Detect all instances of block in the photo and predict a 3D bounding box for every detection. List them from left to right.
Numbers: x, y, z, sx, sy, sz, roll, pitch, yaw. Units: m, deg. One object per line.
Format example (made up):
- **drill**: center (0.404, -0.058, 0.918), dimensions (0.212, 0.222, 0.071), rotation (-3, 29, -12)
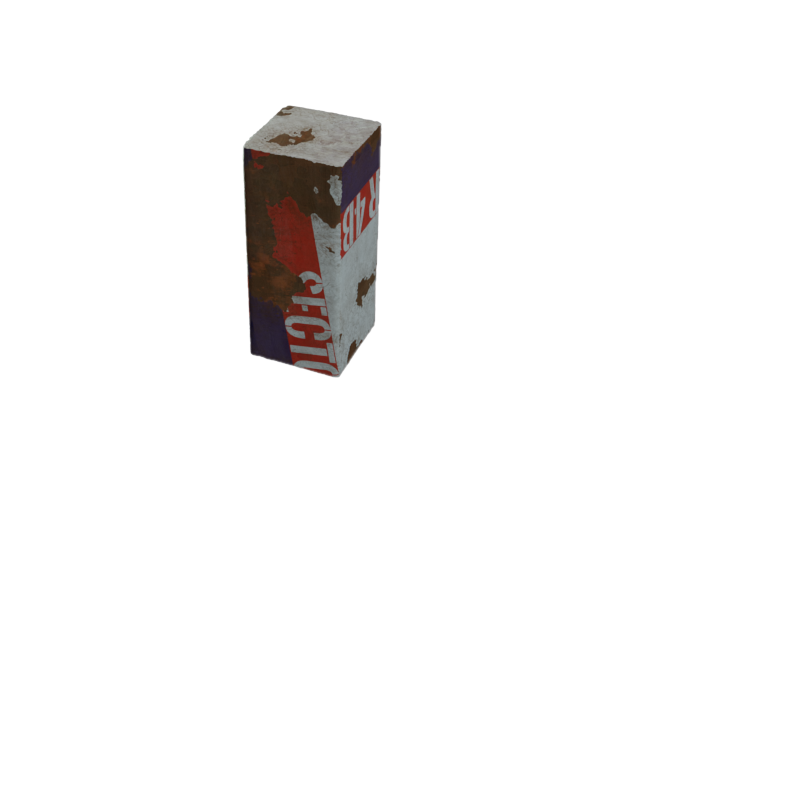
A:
- **block**: center (-0.075, -0.136, 0.954), dimensions (0.093, 0.193, 0.094), rotation (14, 37, 16)
